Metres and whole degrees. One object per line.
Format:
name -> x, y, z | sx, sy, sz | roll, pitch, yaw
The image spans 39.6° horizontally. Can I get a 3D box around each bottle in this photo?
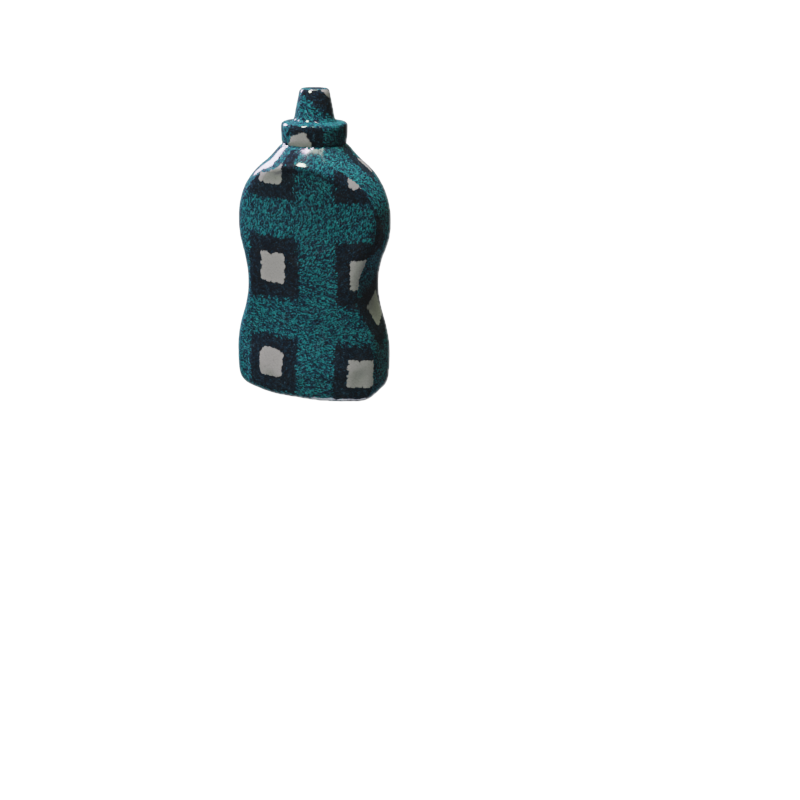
bottle -> -0.054, -0.100, 0.697 | 0.099, 0.185, 0.058 | 8, 16, 23
